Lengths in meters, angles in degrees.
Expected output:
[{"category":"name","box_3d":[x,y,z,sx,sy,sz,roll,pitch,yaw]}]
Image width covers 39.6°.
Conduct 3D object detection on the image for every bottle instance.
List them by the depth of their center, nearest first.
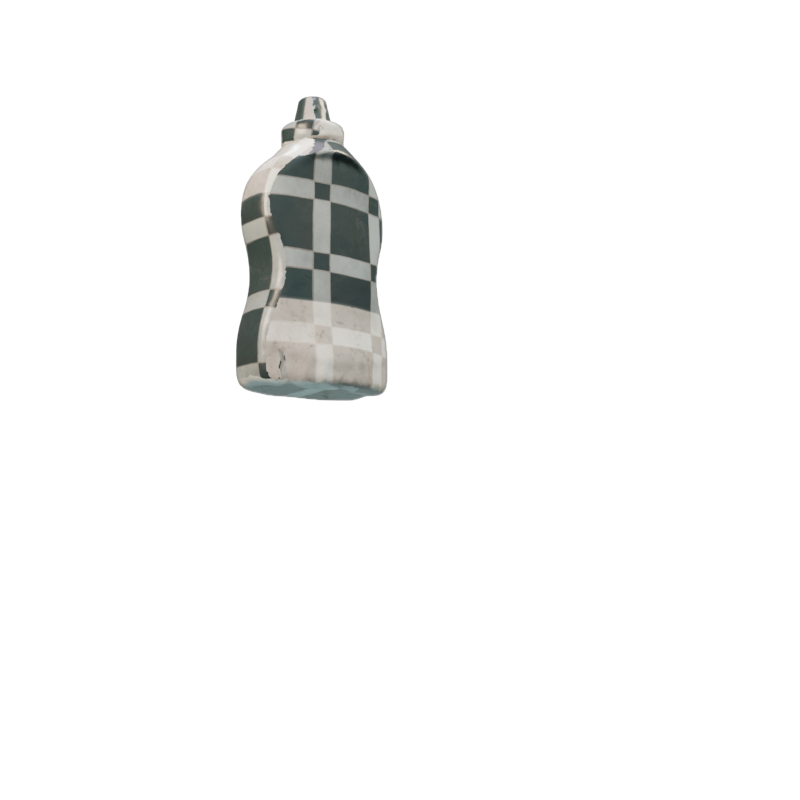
[{"category":"bottle","box_3d":[-0.055,-0.099,0.696,0.092,0.199,0.059,9,-18,-34]}]
